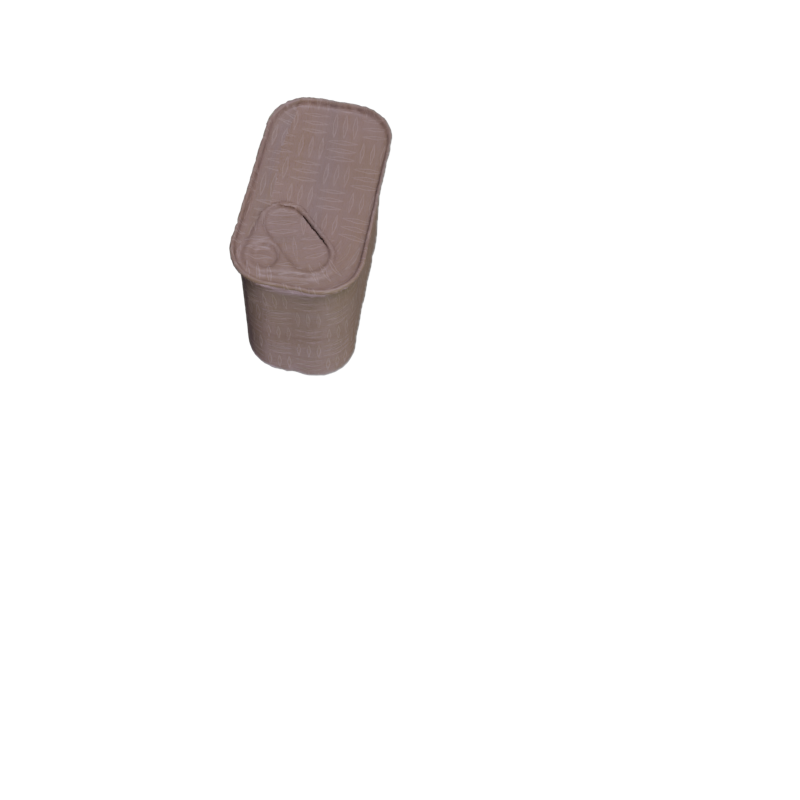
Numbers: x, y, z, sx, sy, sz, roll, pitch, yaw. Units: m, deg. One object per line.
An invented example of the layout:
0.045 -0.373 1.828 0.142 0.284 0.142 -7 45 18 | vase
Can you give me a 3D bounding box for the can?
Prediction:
-0.040 -0.073 0.512 0.058 0.108 0.079 10 -30 3 | can
